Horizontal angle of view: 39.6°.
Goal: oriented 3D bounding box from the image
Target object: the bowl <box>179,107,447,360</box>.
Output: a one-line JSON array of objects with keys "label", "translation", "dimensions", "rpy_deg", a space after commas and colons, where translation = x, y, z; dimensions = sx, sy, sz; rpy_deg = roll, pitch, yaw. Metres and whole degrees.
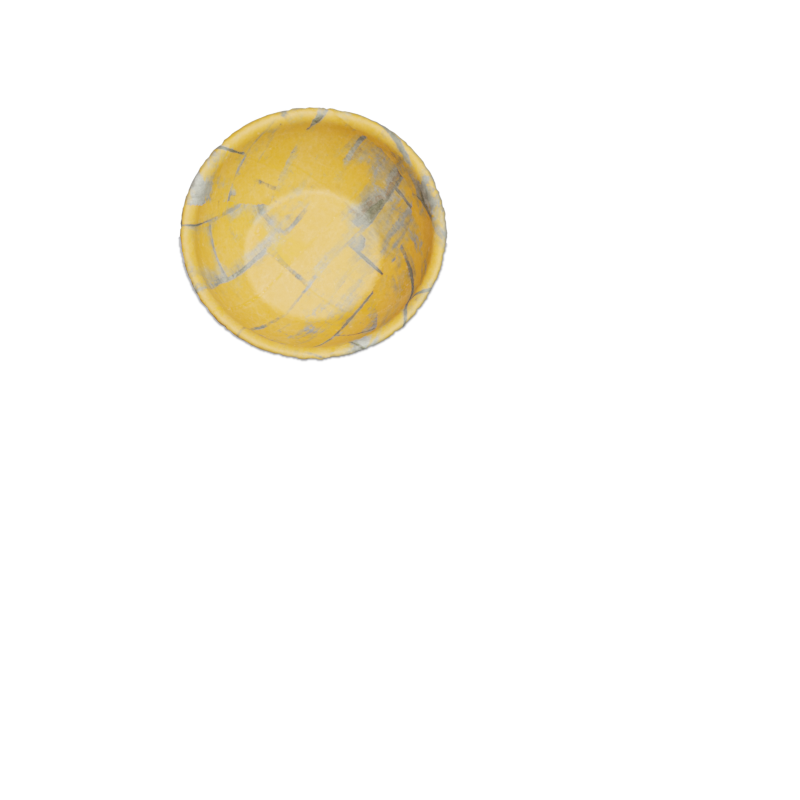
[{"label": "bowl", "translation": [-0.054, -0.099, 0.694], "dimensions": [0.162, 0.169, 0.053], "rpy_deg": [-1, -17, -1]}]
